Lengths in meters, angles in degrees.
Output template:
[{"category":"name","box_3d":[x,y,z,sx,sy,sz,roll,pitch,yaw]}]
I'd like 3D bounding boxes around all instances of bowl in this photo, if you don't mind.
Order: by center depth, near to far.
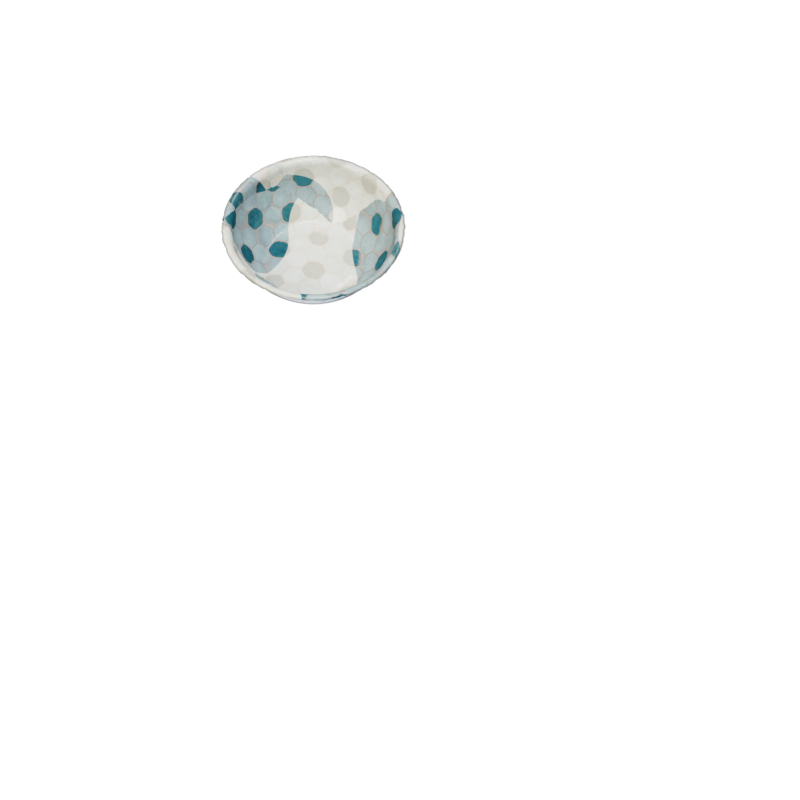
[{"category":"bowl","box_3d":[-0.078,-0.142,0.996,0.162,0.173,0.051,-1,-35,-1]}]
